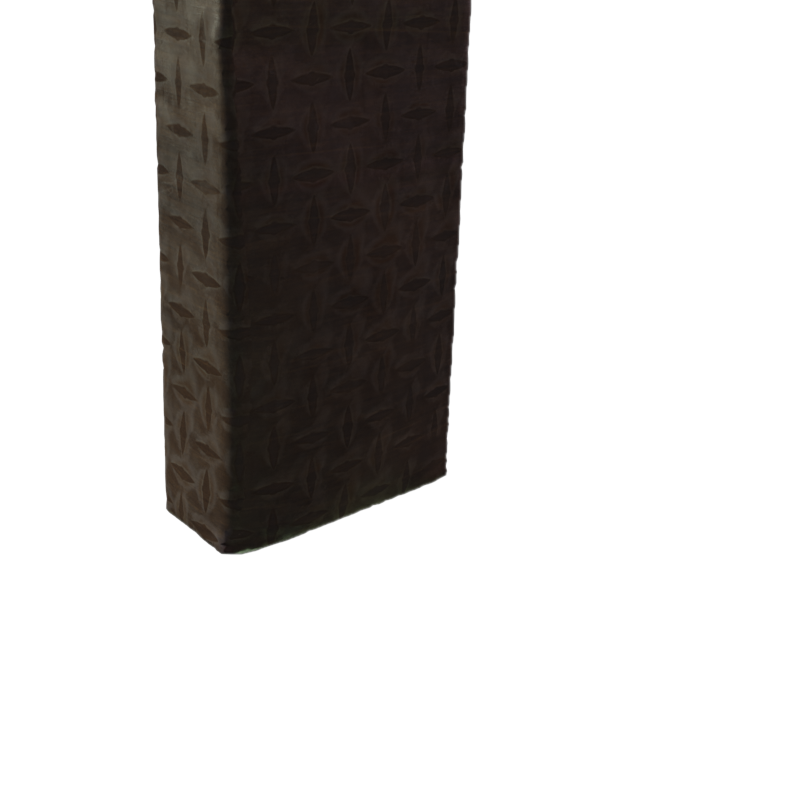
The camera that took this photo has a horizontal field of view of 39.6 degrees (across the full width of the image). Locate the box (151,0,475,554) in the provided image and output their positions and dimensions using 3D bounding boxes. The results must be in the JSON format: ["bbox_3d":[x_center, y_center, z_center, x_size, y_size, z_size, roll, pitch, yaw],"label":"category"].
[{"bbox_3d":[-0.027,-0.049,0.344,0.091,0.170,0.051,-13,21,-39],"label":"box"}]
